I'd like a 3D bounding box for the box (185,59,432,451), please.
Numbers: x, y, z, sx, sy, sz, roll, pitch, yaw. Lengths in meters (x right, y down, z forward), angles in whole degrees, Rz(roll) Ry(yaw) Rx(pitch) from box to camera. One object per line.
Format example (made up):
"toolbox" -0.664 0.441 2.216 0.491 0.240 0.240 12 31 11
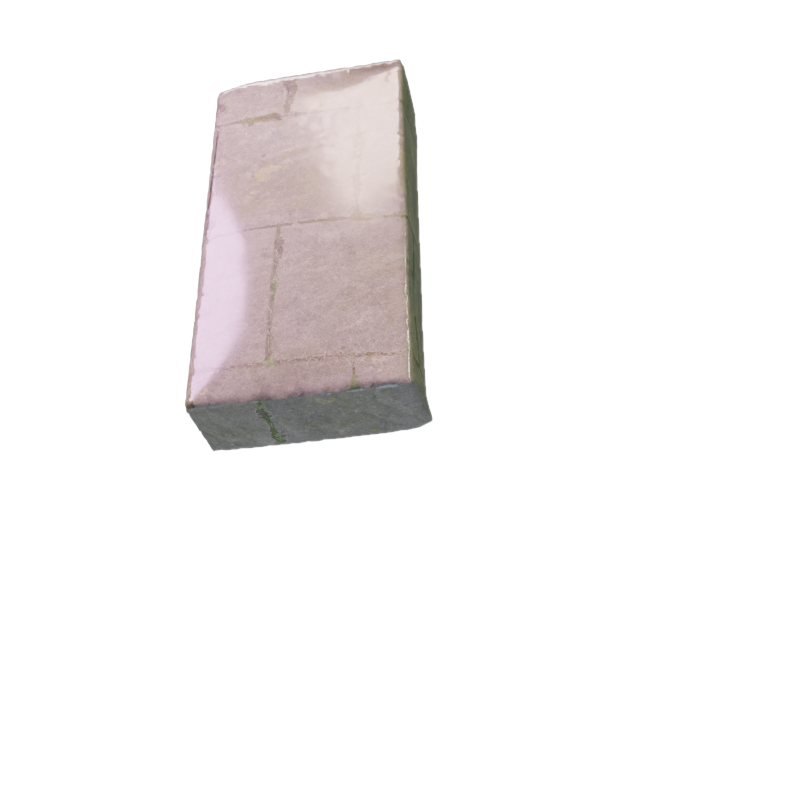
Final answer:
"box" -0.038 -0.069 0.485 0.094 0.188 0.044 -8 -33 9
